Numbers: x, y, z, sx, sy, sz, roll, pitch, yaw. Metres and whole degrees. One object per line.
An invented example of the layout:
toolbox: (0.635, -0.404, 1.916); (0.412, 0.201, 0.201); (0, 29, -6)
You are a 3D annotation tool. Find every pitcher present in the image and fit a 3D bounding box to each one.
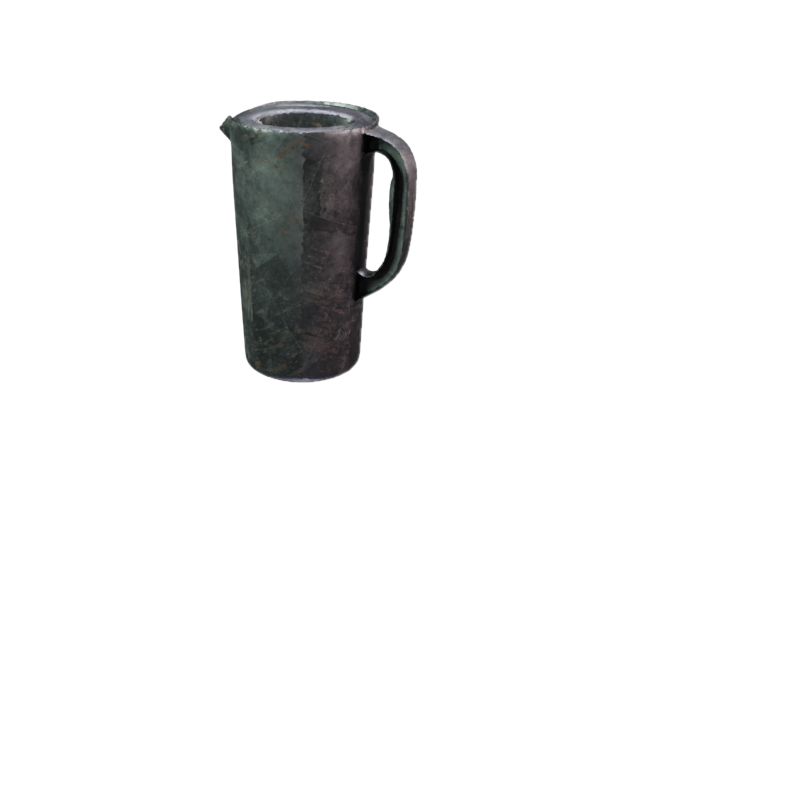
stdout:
pitcher: (-0.078, -0.142, 0.996); (0.142, 0.232, 0.159); (-7, 22, -20)
